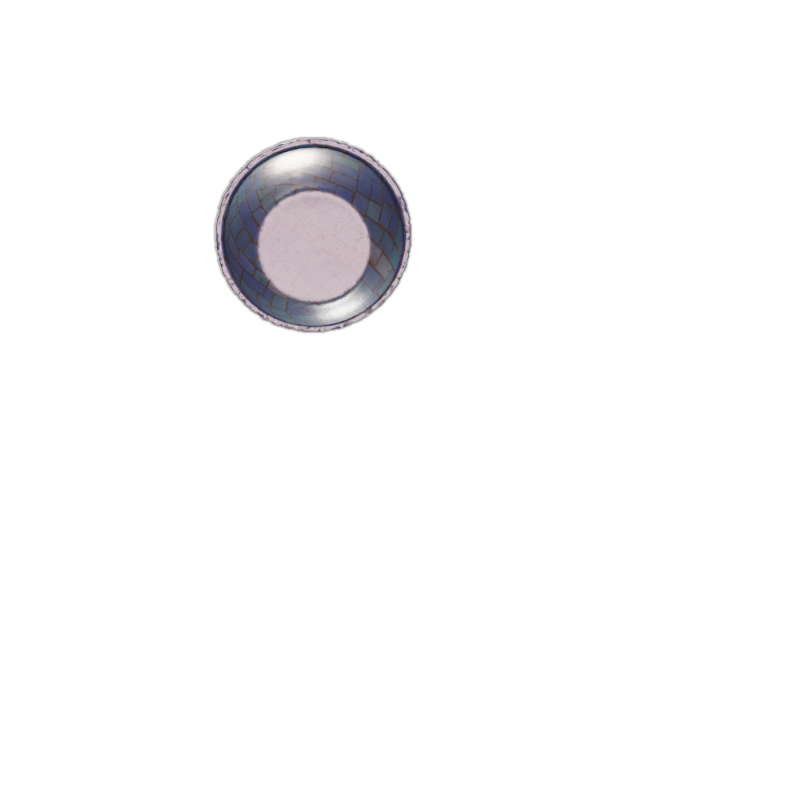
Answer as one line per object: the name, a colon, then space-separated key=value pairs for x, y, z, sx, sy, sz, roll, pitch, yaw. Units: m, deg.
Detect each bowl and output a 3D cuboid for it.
bowl: x=-0.069 y=-0.126 z=0.884 sx=0.162 sy=0.158 sz=0.056 roll=0 pitch=11 yaw=-1
